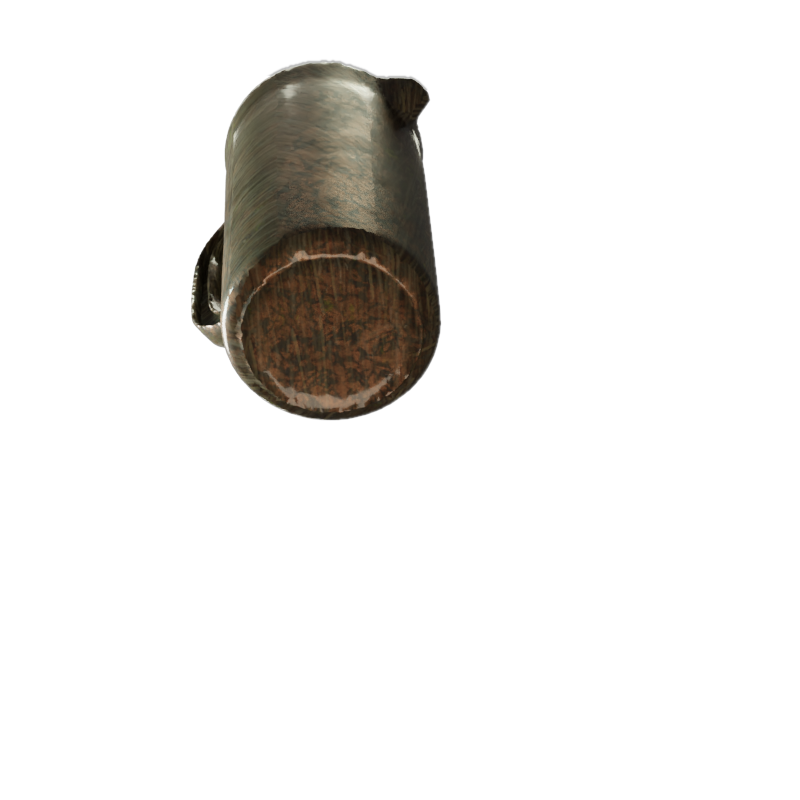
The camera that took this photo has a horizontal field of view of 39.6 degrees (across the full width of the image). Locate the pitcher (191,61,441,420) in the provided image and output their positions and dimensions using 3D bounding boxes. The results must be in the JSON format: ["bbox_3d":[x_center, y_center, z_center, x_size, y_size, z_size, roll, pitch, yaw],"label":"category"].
[{"bbox_3d":[-0.050,-0.092,0.643,0.144,0.141,0.258,4,30,-6],"label":"pitcher"}]
